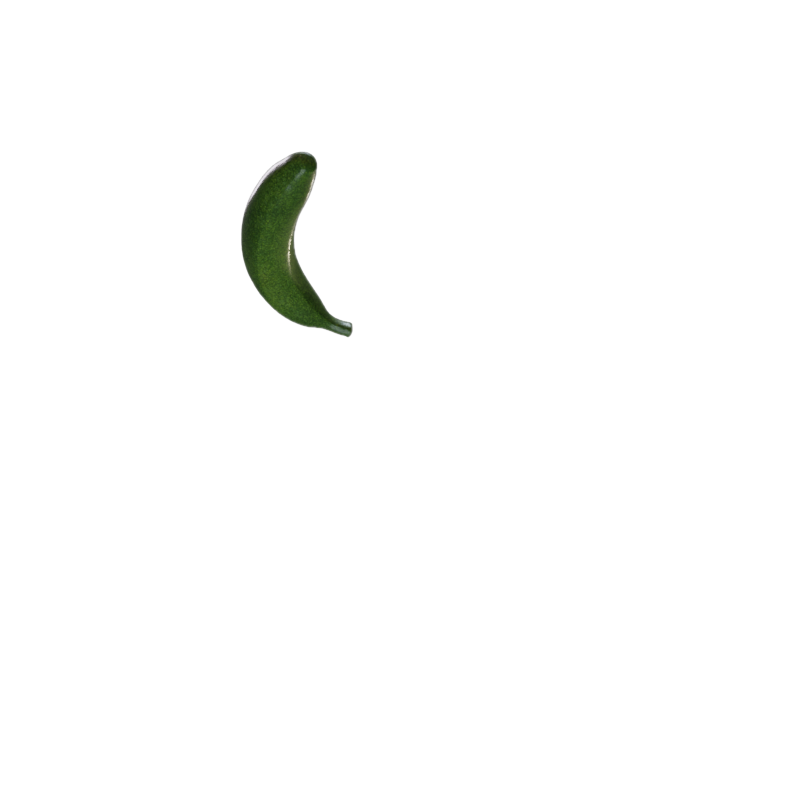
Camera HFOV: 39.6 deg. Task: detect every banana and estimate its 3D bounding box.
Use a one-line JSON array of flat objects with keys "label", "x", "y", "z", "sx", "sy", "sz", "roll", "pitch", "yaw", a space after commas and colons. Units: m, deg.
[{"label": "banana", "x": -0.079, "y": -0.109, "z": 0.789, "sx": 0.070, "sy": 0.039, "sz": 0.183, "roll": -4, "pitch": -33, "yaw": 5}]
